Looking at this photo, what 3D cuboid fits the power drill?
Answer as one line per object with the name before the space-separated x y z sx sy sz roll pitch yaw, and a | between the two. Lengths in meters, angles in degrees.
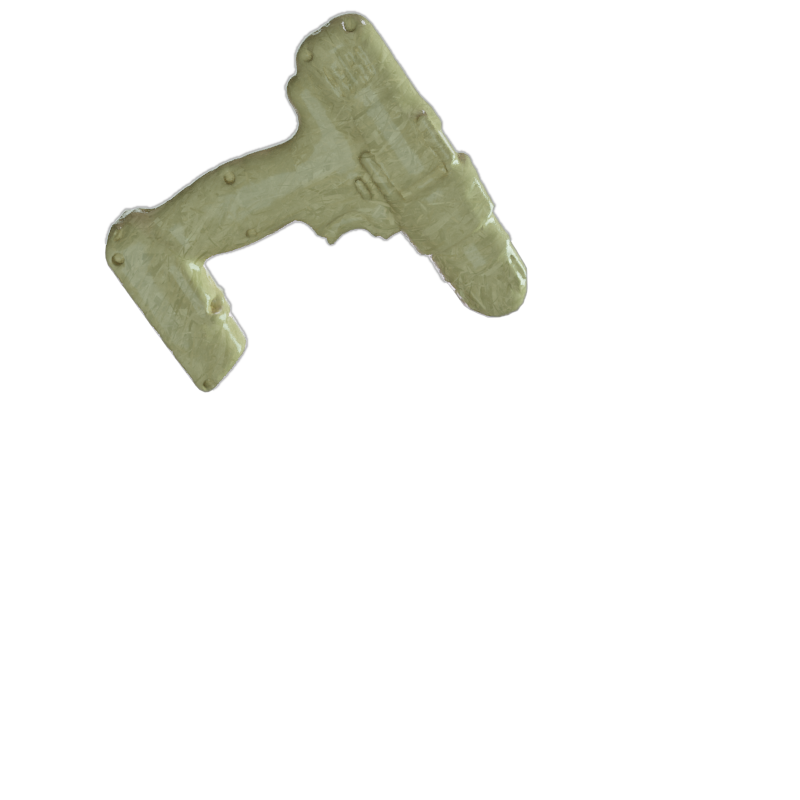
power drill | -0.046 -0.085 0.593 0.187 0.179 0.059 -33 12 7
